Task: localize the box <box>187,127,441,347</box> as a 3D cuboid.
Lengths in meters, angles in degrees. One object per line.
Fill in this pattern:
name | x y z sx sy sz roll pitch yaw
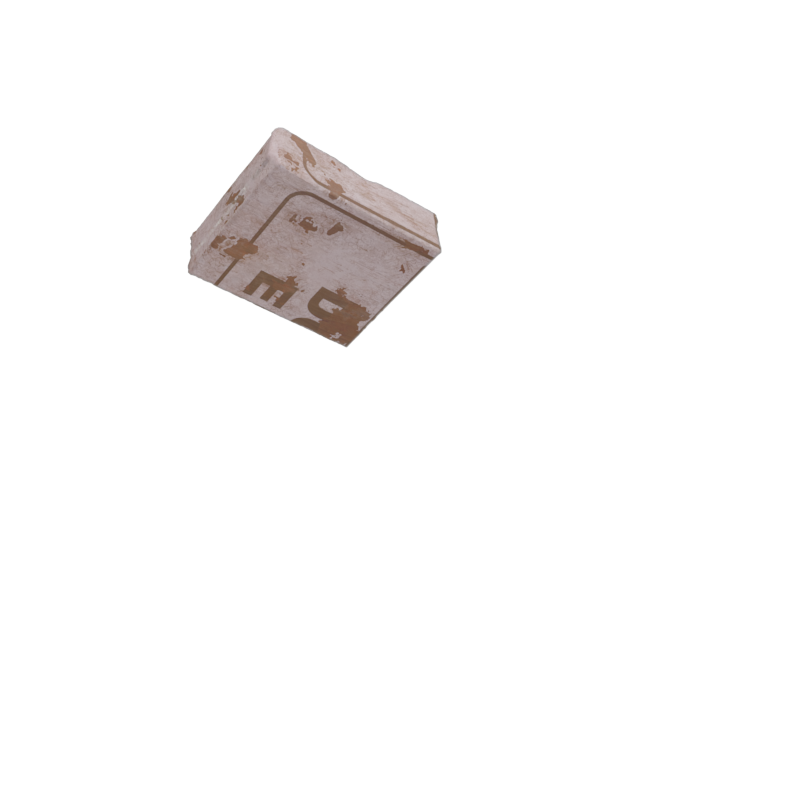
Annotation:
box | -0.039 -0.071 0.494 0.085 0.032 0.071 27 -52 -23
